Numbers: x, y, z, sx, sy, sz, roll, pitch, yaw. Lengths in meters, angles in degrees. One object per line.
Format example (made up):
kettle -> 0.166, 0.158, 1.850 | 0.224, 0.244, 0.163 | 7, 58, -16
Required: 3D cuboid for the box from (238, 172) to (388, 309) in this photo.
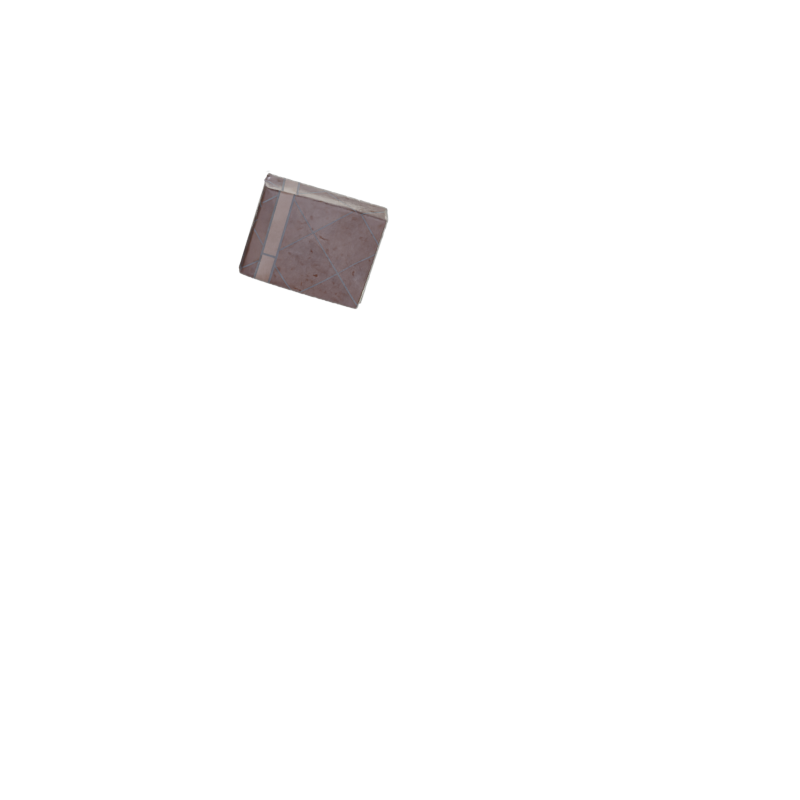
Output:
box -> -0.076, -0.139, 0.972 | 0.112, 0.087, 0.041 | 16, 22, -7
